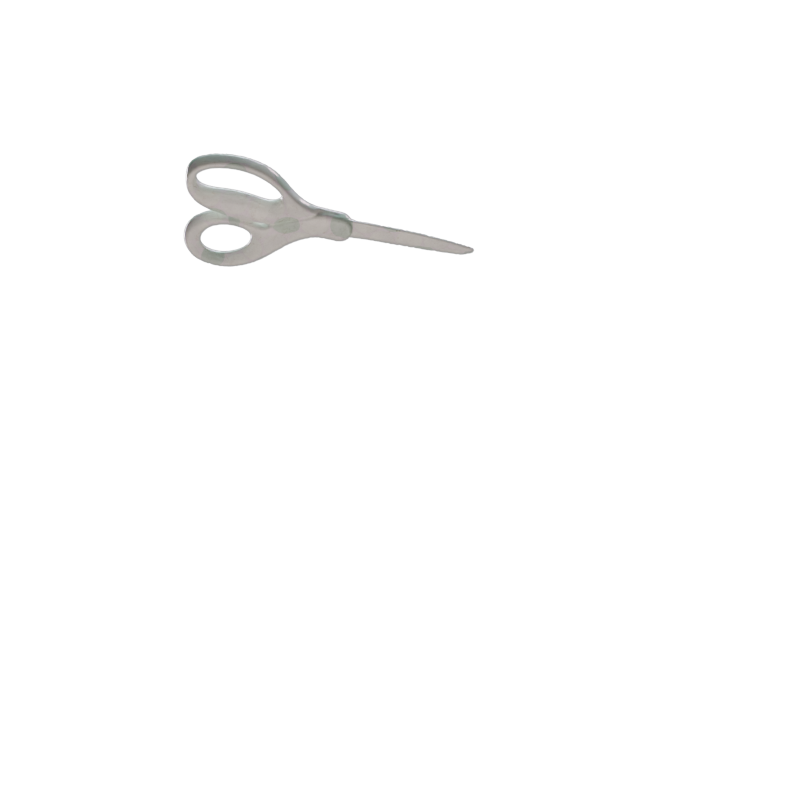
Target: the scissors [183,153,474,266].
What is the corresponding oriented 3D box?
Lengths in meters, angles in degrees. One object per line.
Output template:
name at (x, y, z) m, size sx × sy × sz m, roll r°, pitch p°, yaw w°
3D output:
scissors at (-0.059, -0.108, 0.756) m, size 0.194 × 0.017 × 0.093 m, roll 22°, pitch -50°, yaw -20°
